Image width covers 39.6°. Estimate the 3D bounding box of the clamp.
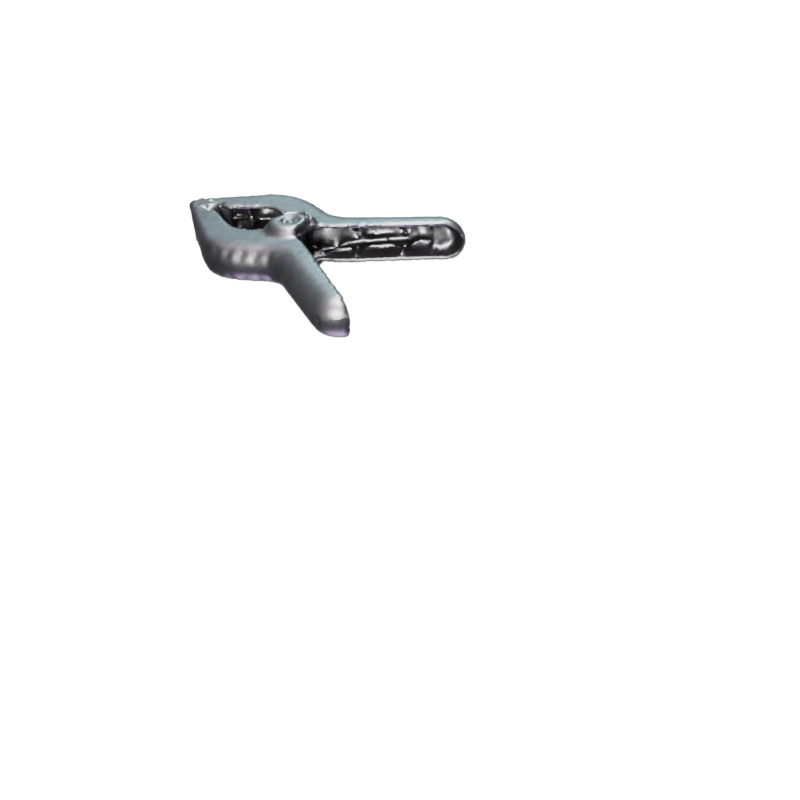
[{"bbox_3d":[-0.051,-0.093,0.652,0.119,0.037,0.183,-25,38,-36],"label":"clamp"}]
